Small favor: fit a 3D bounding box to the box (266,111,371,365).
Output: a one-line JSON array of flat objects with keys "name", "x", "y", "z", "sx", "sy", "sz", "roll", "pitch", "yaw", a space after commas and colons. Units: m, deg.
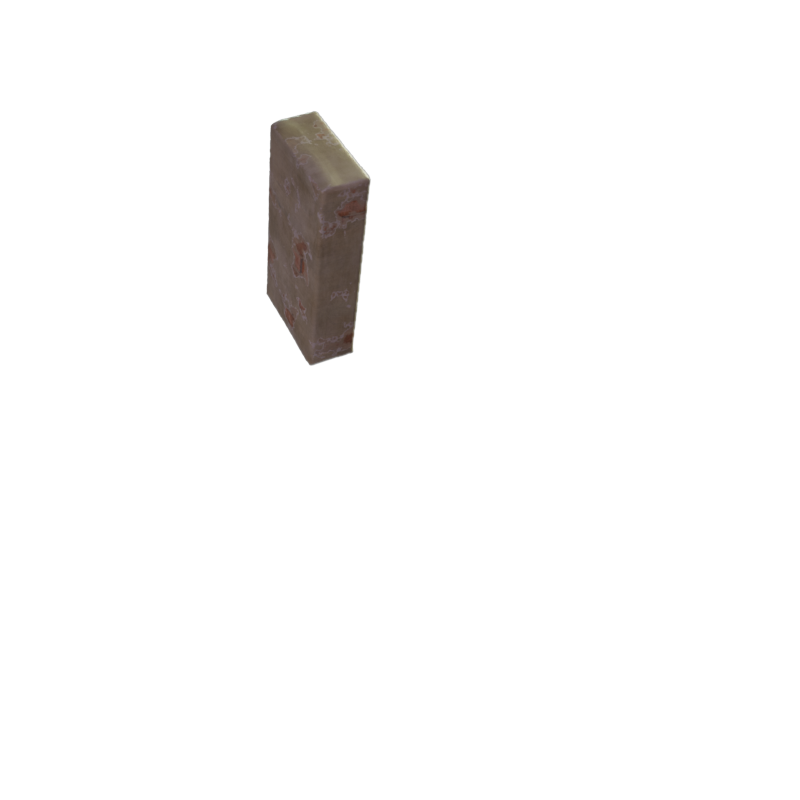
[{"name": "box", "x": -0.066, "y": -0.120, "z": 0.843, "sx": 0.047, "sy": 0.164, "sz": 0.101, "roll": -18, "pitch": 49, "yaw": -20}]
